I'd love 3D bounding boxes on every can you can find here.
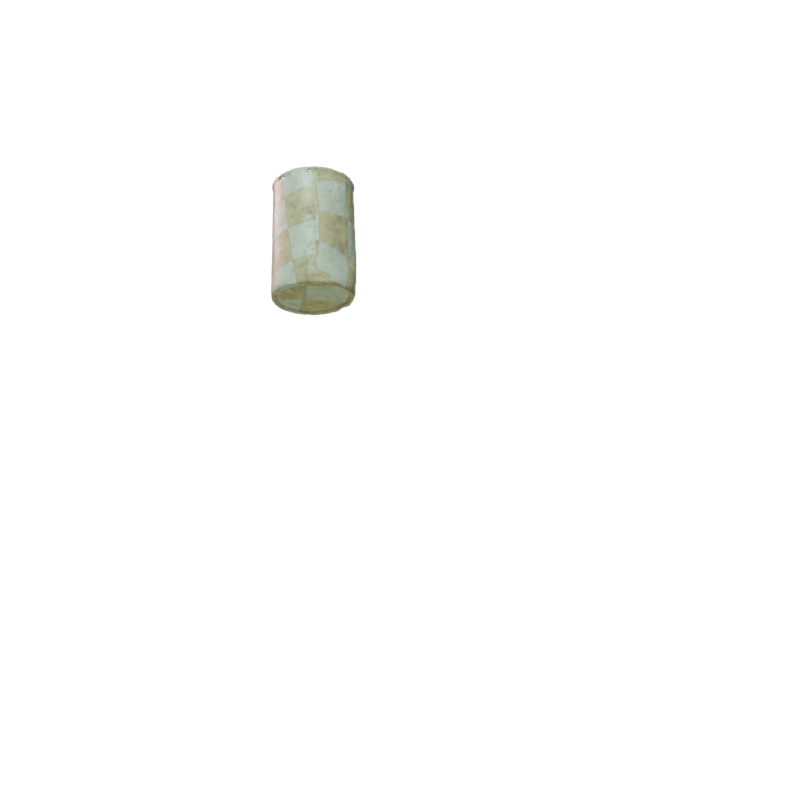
[{"bbox_3d":[-0.070,-0.128,0.895,0.068,0.108,0.065,0,-24,-2],"label":"can"}]
